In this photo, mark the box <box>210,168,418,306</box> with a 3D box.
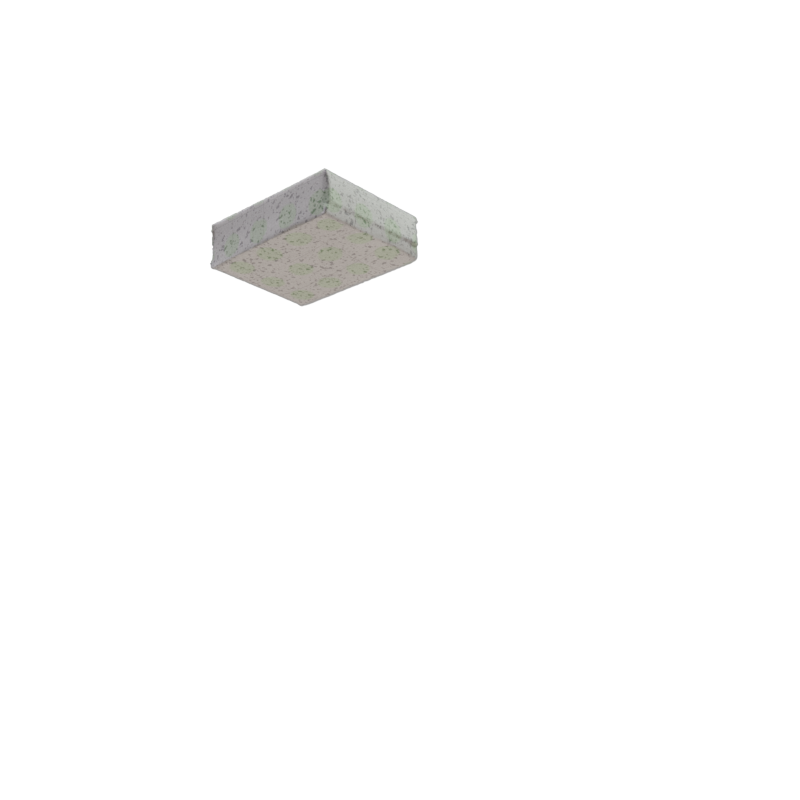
[{"bbox_3d":[-0.058,-0.106,0.745,0.114,0.041,0.084,-20,-30,38],"label":"box"}]
